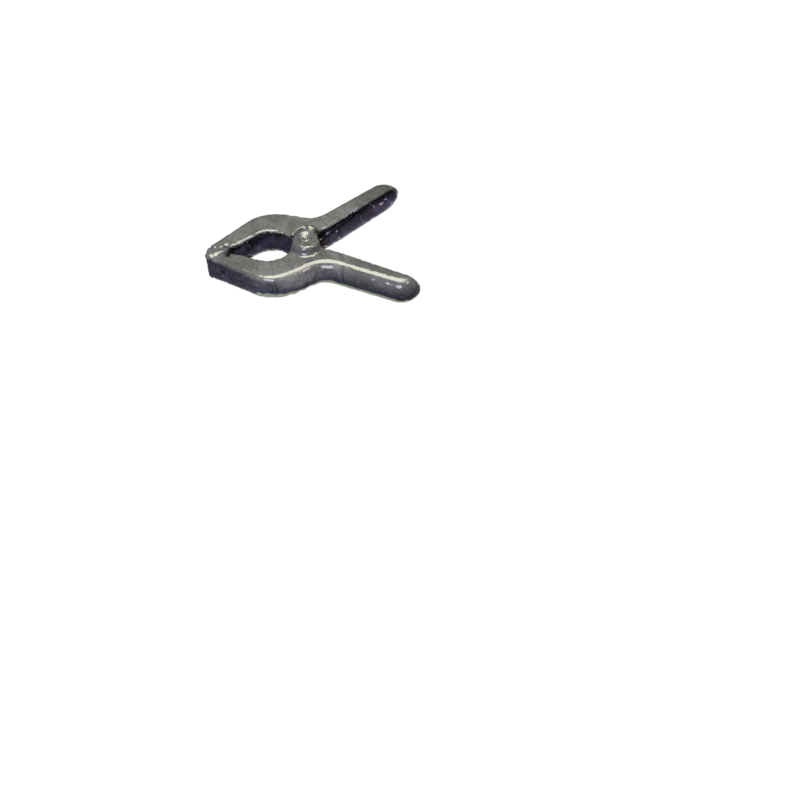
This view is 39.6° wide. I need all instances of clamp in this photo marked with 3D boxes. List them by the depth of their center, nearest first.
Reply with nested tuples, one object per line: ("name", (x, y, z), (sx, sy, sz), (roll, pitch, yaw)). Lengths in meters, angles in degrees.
("clamp", (-0.071, -0.129, 0.907), (0.172, 0.129, 0.036), (1, -44, 1))
